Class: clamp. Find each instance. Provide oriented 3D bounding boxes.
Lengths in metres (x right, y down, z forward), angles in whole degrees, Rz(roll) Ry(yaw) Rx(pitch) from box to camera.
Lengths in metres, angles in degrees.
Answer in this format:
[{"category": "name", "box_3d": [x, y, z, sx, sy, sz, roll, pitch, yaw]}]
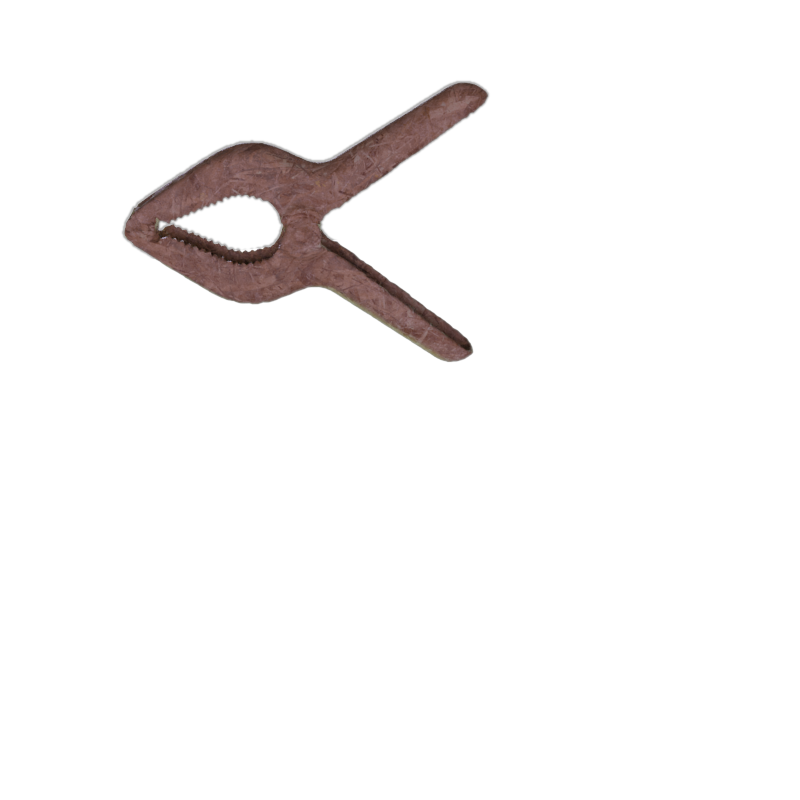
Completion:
[{"category": "clamp", "box_3d": [-0.050, -0.091, 0.637, 0.210, 0.158, 0.038, -5, 18, 2]}]
